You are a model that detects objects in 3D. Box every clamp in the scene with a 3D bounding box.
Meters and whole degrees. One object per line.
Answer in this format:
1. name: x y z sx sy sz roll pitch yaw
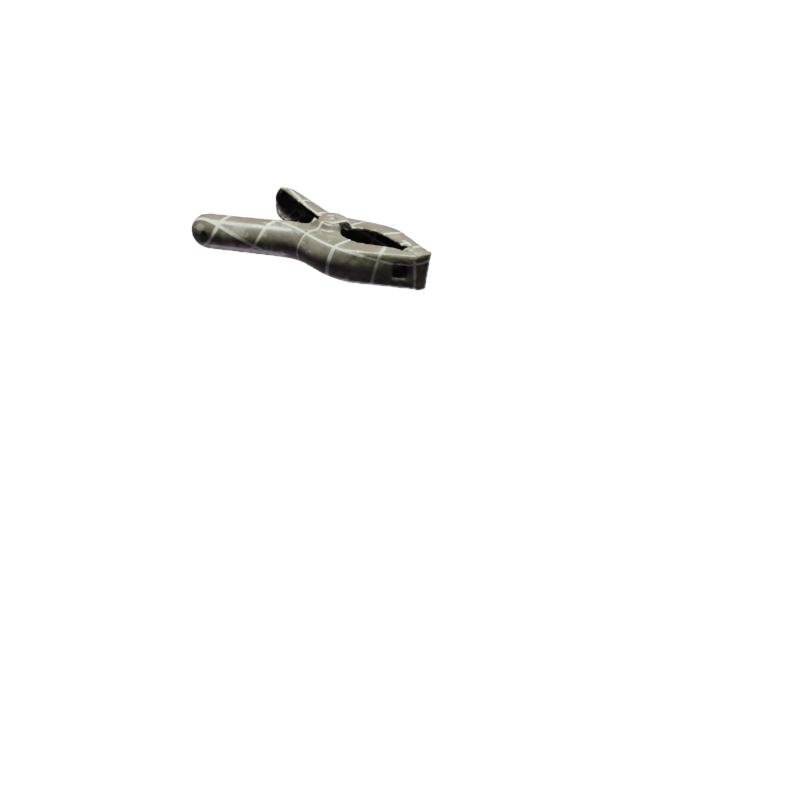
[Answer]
1. clamp: -0.063 -0.115 0.803 0.182 0.037 0.120 23 36 35
